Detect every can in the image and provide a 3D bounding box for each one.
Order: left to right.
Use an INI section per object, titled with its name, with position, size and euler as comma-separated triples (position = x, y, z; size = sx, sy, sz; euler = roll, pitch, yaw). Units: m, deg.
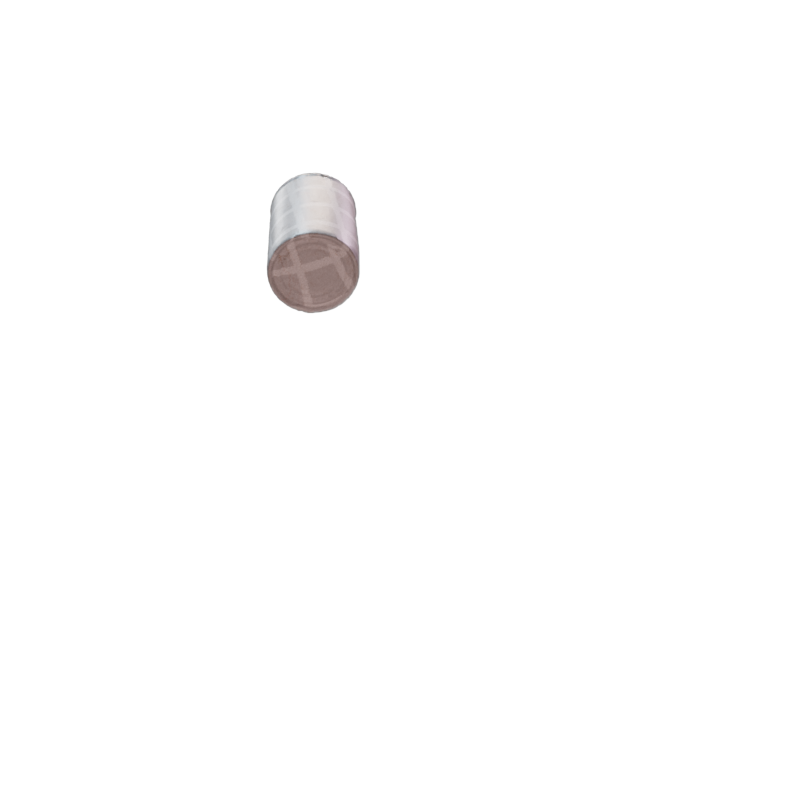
[can]
position = -0.065, -0.118, 0.829
size = 0.068, 0.064, 0.109
euler = -1, 32, -3
